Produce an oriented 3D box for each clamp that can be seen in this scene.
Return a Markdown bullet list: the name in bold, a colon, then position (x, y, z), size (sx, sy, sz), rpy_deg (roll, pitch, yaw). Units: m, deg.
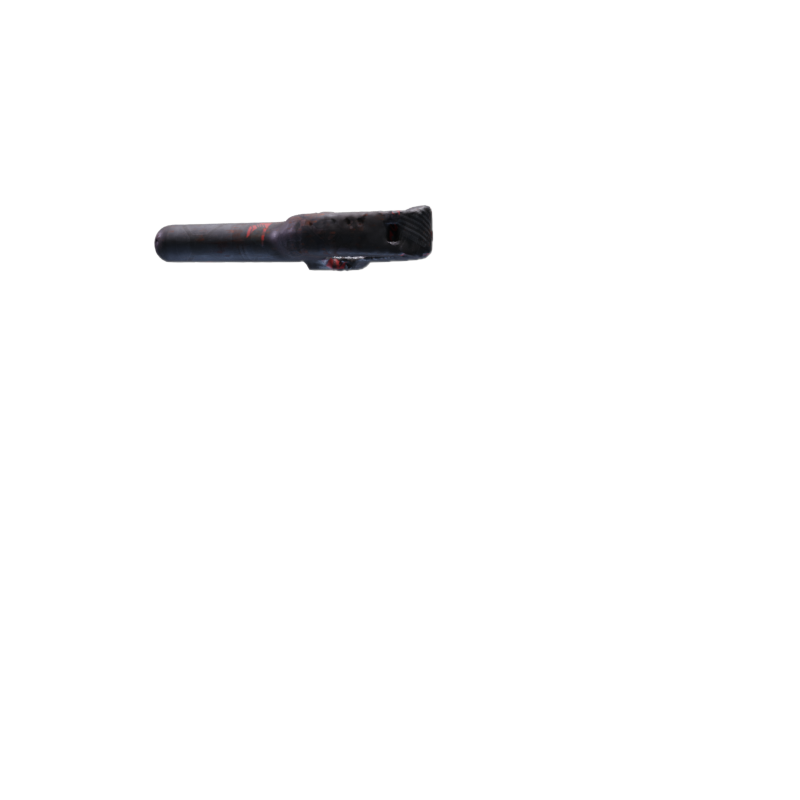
- **clamp**: position (-0.054, -0.099, 0.696), size (0.160, 0.036, 0.216), rpy_deg (-2, 5, -25)
